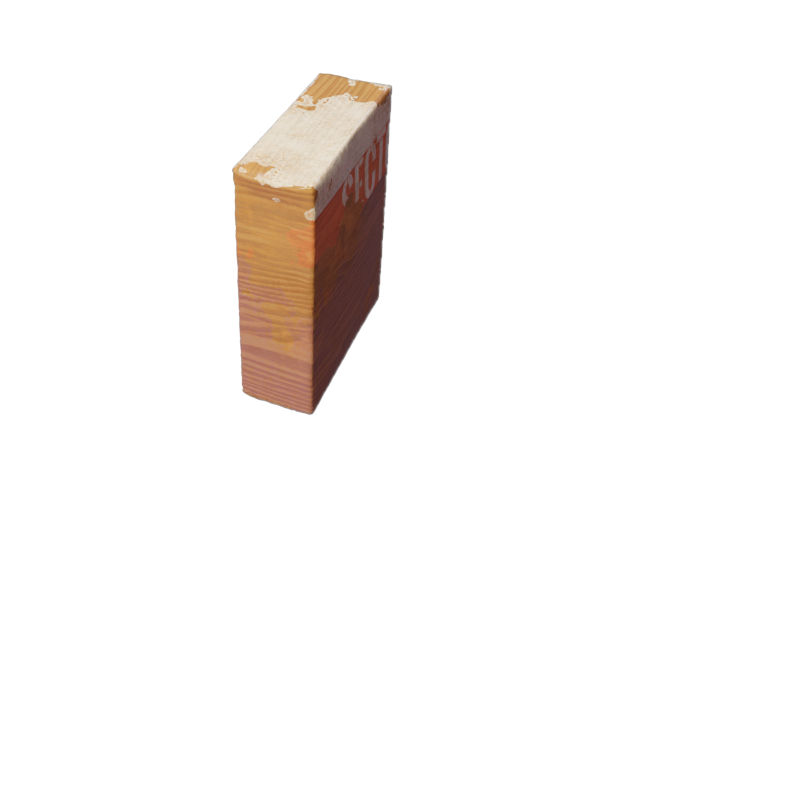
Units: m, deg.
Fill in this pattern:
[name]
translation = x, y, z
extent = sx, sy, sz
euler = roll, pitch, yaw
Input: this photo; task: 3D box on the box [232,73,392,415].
[box]
translation = -0.068, -0.124, 0.871
extent = 0.074, 0.200, 0.171
euler = 14, 41, 13
